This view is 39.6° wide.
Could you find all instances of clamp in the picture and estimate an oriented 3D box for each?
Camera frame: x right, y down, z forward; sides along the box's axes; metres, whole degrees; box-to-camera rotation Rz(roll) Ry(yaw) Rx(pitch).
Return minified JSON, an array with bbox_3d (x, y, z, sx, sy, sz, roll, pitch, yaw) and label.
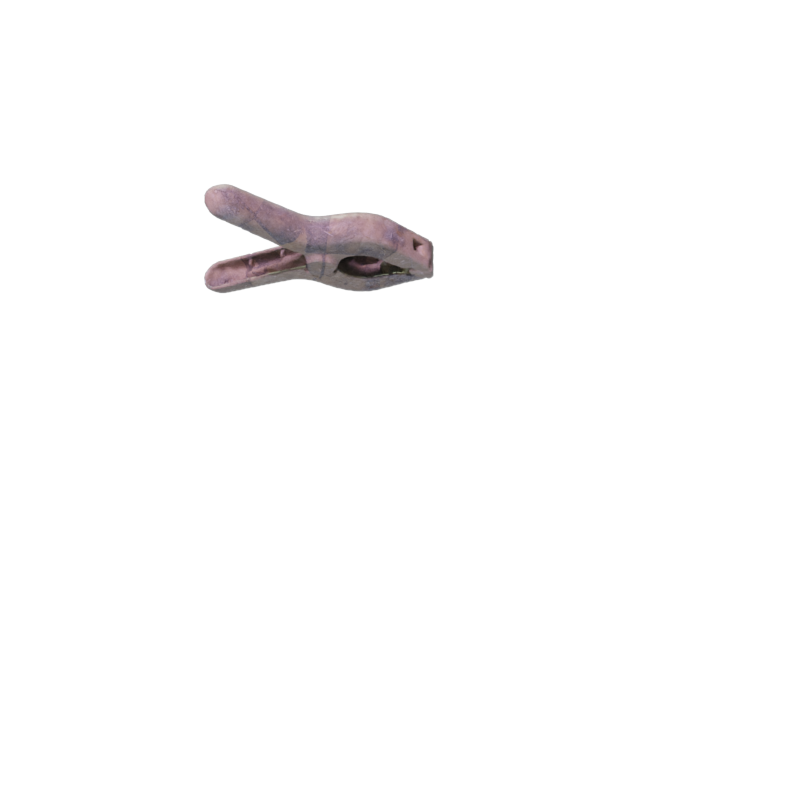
[{"bbox_3d":[-0.061,-0.112,0.785,0.172,0.041,0.113,-1,-21,2],"label":"clamp"}]
